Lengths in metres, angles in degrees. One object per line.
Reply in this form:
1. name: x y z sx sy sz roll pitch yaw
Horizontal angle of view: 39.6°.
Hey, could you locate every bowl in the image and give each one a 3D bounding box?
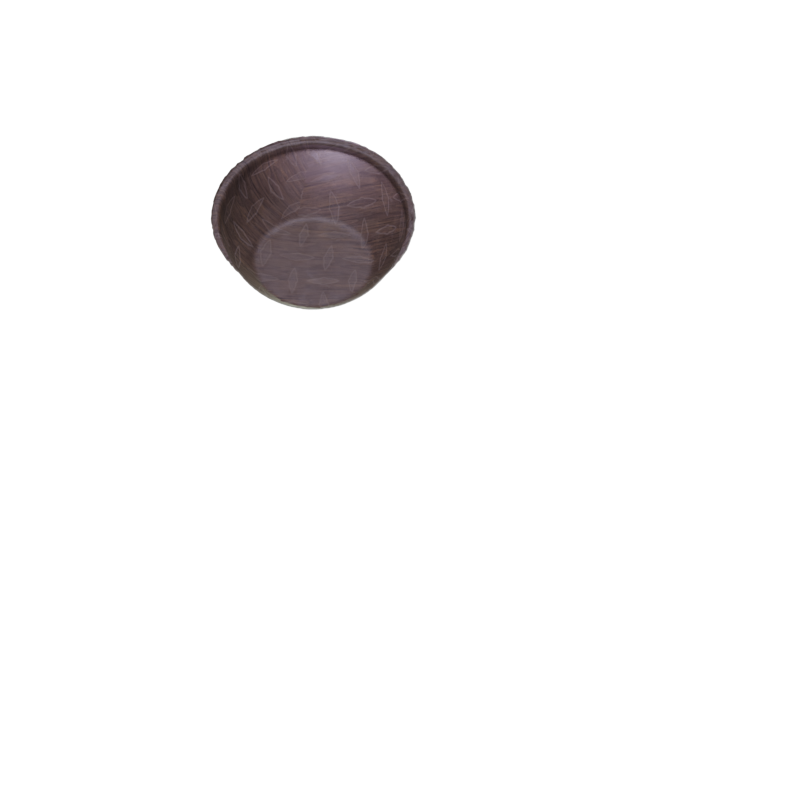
1. bowl: -0.067 -0.122 0.857 0.162 0.151 0.059 1 43 -1
